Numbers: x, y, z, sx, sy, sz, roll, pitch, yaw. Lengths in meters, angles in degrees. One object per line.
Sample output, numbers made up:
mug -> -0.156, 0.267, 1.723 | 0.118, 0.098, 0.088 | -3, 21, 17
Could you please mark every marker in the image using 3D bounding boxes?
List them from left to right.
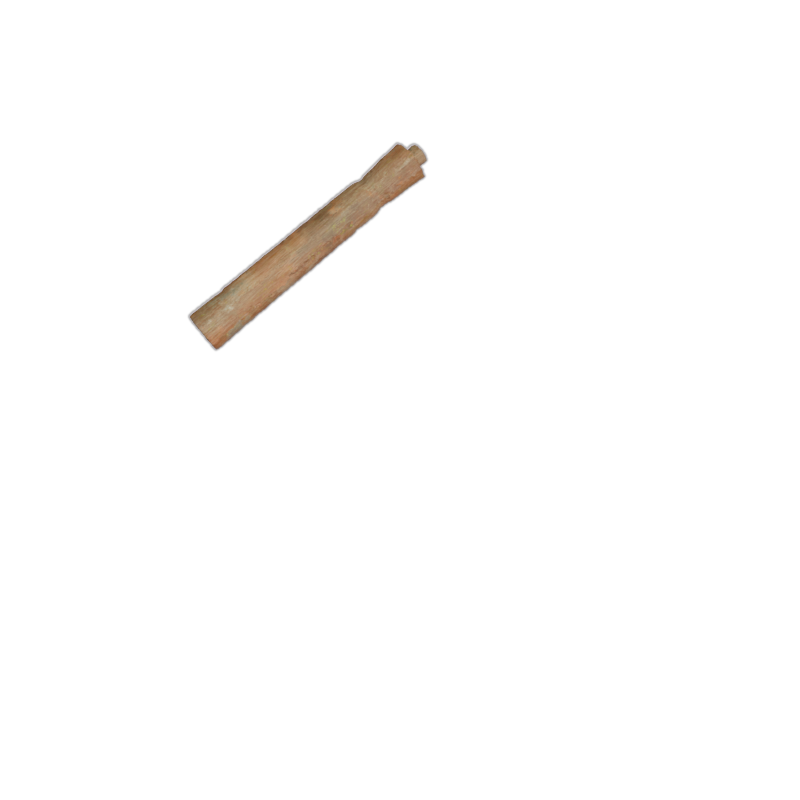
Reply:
marker -> -0.037, -0.067, 0.468 | 0.121, 0.019, 0.020 | -41, 10, -6
